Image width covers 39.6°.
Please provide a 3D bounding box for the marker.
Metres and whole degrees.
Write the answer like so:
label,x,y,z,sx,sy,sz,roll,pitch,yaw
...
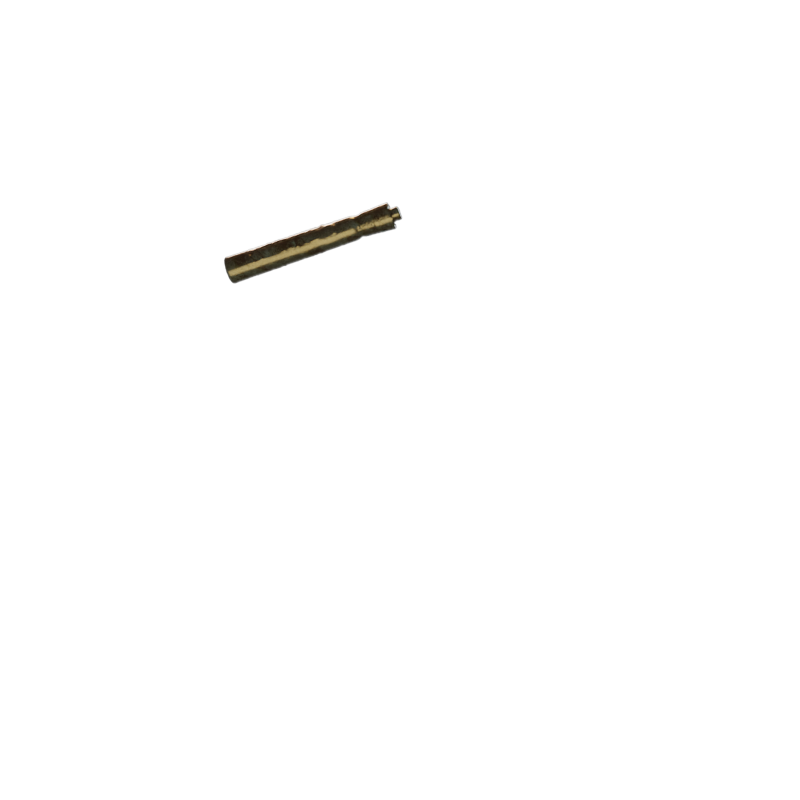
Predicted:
label,x,y,z,sx,sy,sz,roll,pitch,yaw
marker,-0.057,-0.104,0.732,0.121,0.020,0.020,-18,2,9
